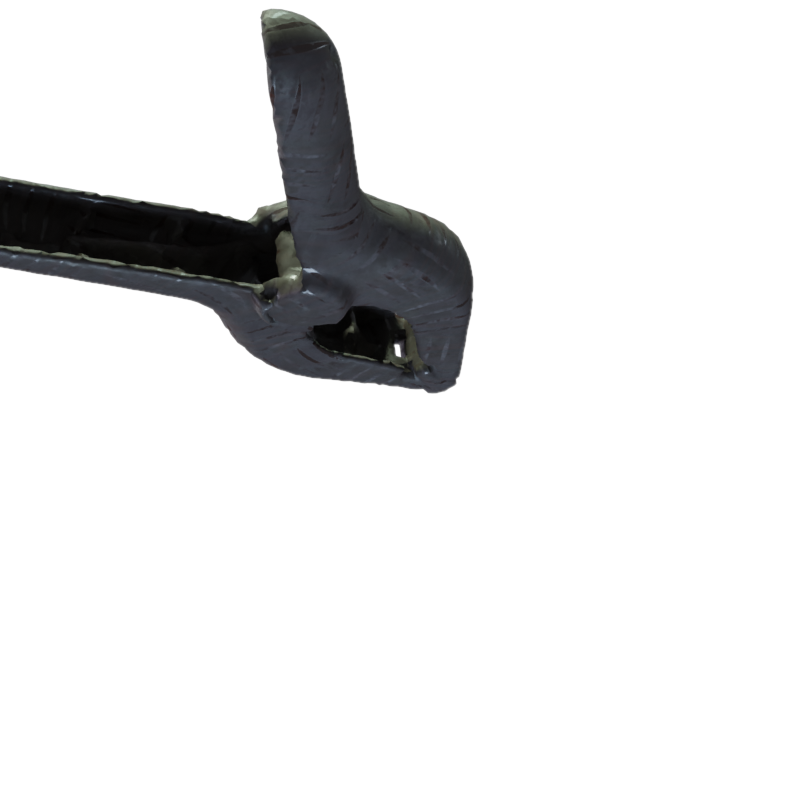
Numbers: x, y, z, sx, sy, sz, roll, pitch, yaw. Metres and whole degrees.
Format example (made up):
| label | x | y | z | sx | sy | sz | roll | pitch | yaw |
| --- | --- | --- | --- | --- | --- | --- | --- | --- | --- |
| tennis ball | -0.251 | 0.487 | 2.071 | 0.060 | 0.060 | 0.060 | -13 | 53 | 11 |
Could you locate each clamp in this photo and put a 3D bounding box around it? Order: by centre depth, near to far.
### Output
| label | x | y | z | sx | sy | sz | roll | pitch | yaw |
| --- | --- | --- | --- | --- | --- | --- | --- | --- | --- |
| clamp | -0.025 | -0.045 | 0.318 | 0.121 | 0.041 | 0.161 | -19 | -27 | 40 |
